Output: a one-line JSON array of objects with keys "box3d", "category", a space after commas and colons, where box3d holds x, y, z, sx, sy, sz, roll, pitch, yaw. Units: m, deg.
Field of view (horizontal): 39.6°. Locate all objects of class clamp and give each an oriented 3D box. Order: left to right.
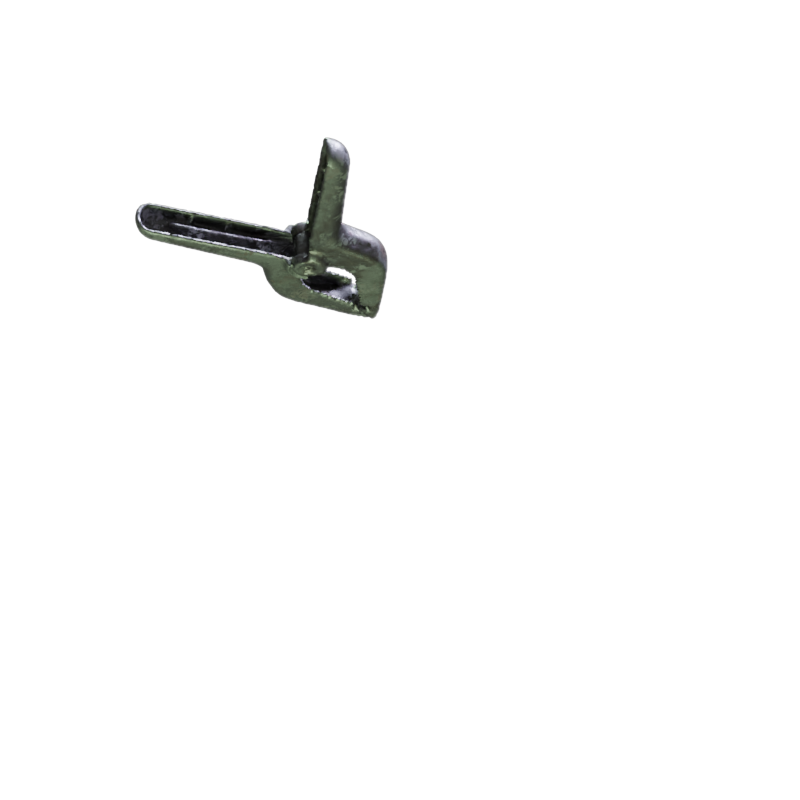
[{"box3d": [-0.063, -0.114, 0.801, 0.166, 0.039, 0.195, -17, -29, 32], "category": "clamp"}]
